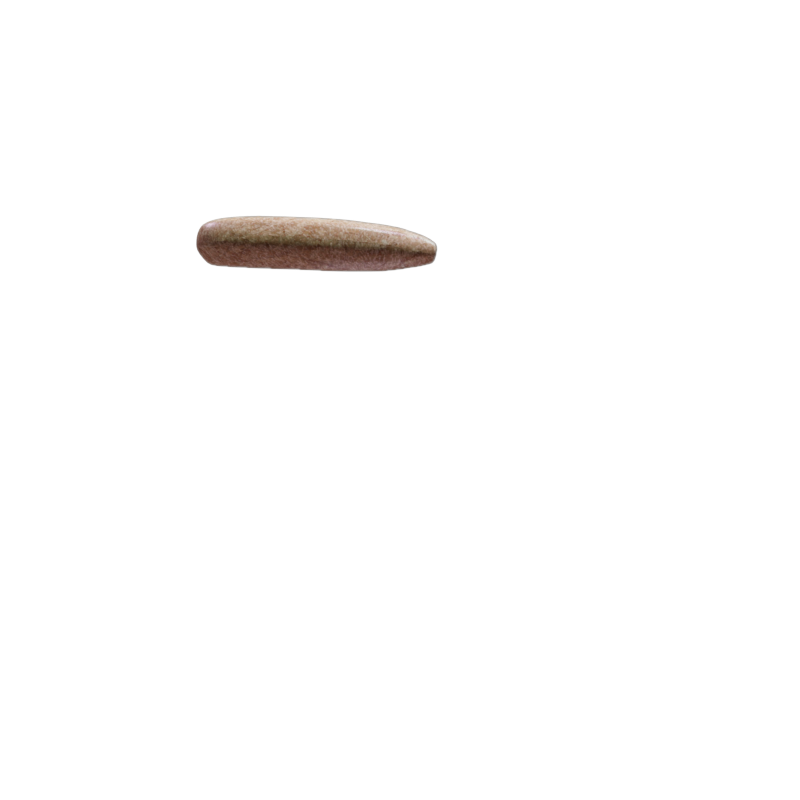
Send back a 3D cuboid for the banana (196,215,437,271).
[{"bbox_3d":[-0.074,-0.109,0.769,0.206,0.036,0.068,7,11,34],"label":"banana"}]
